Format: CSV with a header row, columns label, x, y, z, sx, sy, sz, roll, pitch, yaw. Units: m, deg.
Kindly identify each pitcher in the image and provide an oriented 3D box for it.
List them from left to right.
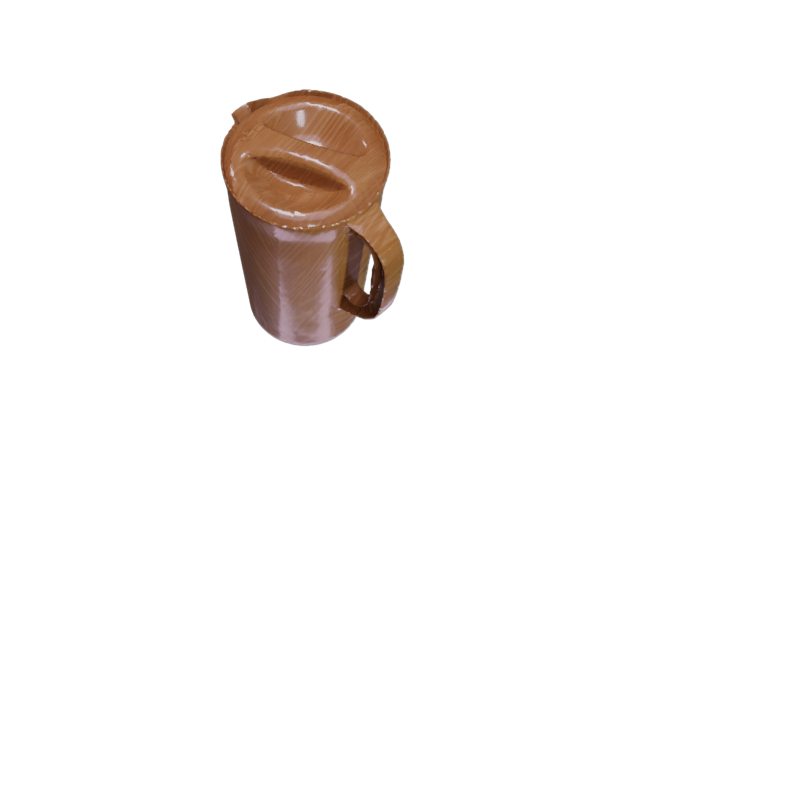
label,x,y,z,sx,sy,sz,roll,pitch,yaw
pitcher,-0.075,-0.136,0.955,0.145,0.158,0.229,2,-26,-2
